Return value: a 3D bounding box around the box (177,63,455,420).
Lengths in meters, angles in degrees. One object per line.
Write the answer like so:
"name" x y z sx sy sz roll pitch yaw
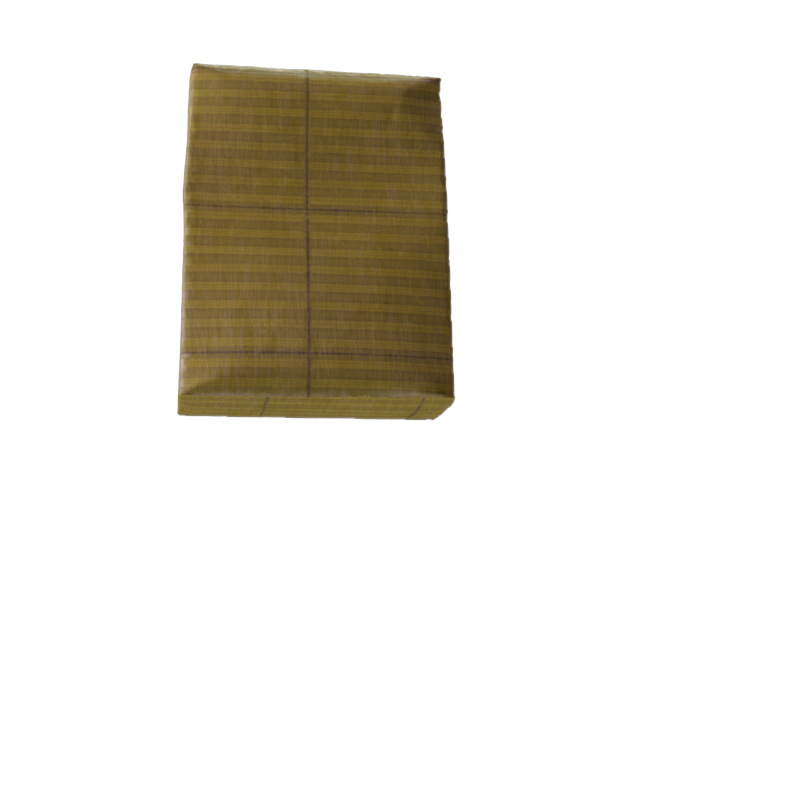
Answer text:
"box" -0.054 -0.099 0.691 0.162 0.223 0.070 1 -18 -8
